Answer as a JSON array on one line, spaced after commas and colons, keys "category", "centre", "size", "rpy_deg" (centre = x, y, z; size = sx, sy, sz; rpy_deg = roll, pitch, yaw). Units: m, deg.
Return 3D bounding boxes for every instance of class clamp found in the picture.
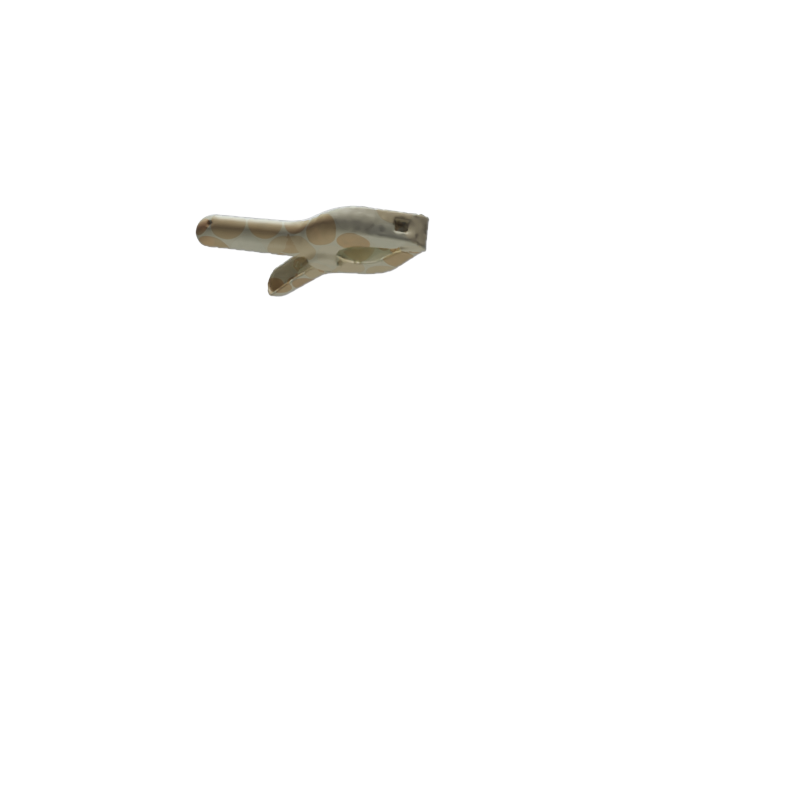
[{"category": "clamp", "centre": [-0.065, -0.119, 0.833], "size": [0.175, 0.041, 0.113], "rpy_deg": [-10, -18, 34]}]
